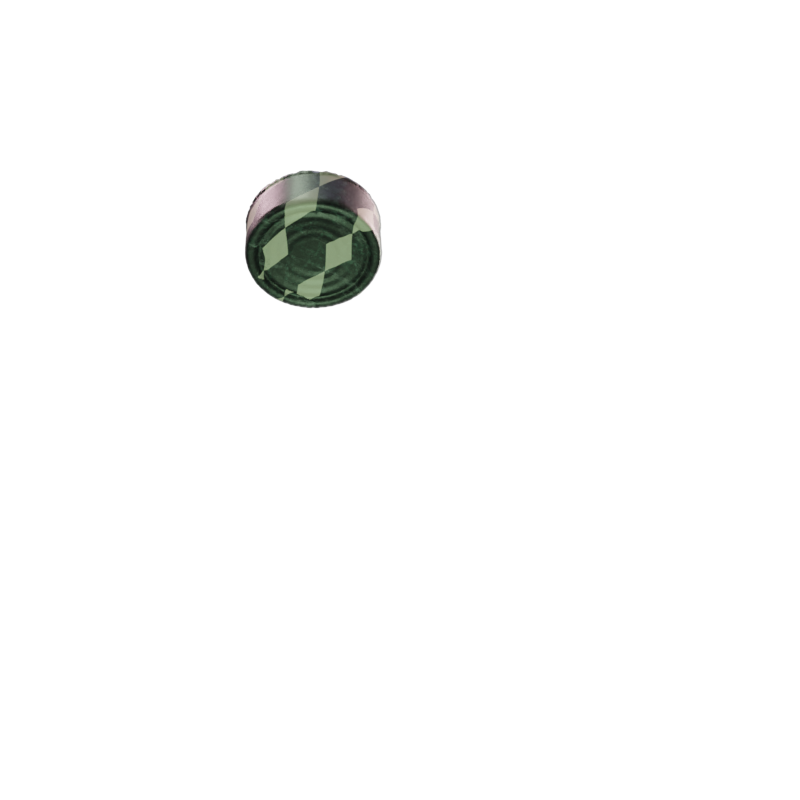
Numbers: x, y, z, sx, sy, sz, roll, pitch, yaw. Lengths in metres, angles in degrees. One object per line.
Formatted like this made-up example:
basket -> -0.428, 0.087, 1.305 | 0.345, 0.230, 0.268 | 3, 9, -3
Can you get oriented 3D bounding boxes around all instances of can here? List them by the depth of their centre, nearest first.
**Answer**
can -> -0.054, -0.099, 0.691 | 0.086, 0.080, 0.036 | 1, 41, -1
